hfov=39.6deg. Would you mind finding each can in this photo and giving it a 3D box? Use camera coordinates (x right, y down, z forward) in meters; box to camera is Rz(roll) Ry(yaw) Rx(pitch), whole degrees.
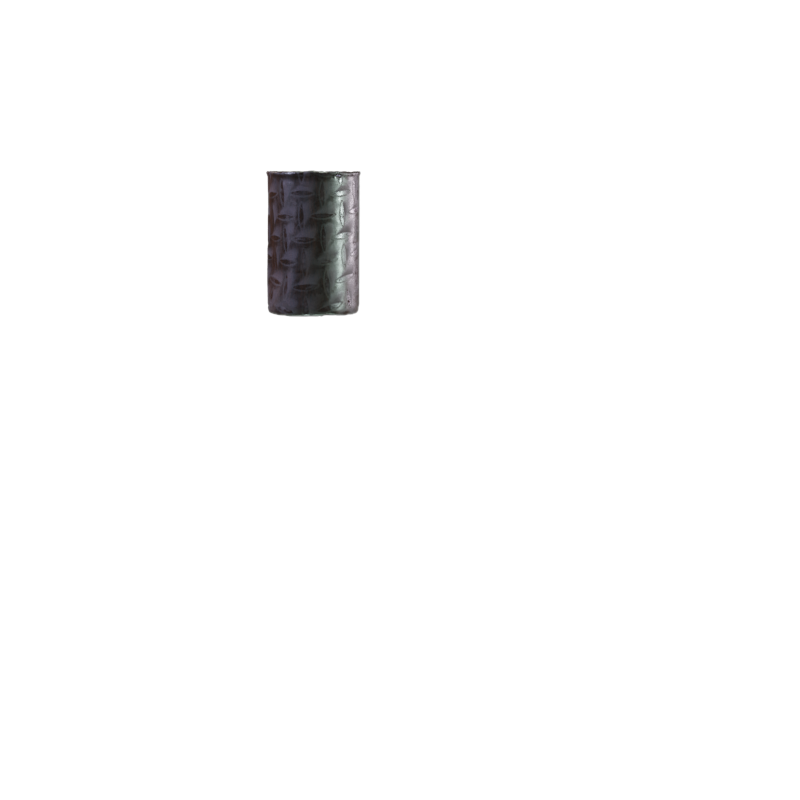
[{"bbox_3d":[-0.063,-0.114,0.799,0.068,0.101,0.069,0,5,-2],"label":"can"}]
